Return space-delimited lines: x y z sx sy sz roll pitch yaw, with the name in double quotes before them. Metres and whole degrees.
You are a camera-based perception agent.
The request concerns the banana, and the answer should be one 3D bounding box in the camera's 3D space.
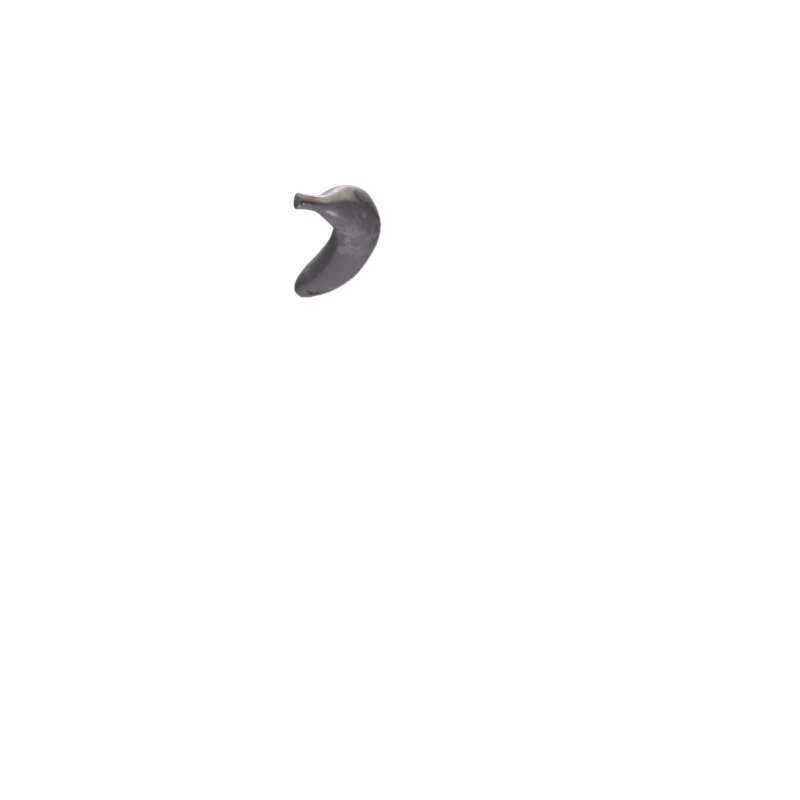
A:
"banana" -0.052 -0.130 0.897 0.069 0.039 0.189 1 -18 -4
